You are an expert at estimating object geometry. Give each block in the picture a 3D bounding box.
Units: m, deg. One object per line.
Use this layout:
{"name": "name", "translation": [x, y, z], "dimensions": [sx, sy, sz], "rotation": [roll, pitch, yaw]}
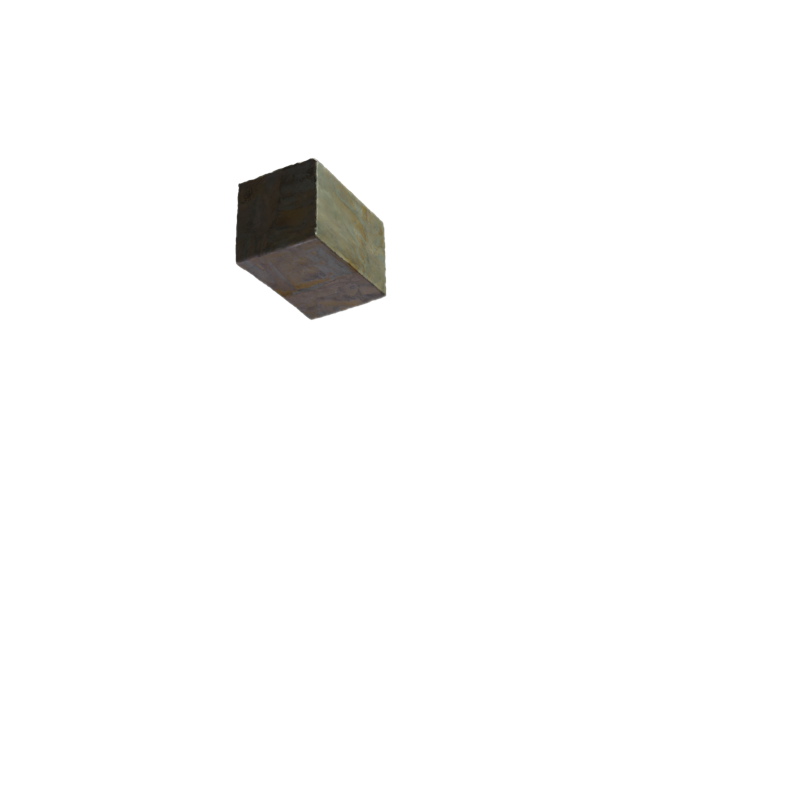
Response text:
{"name": "block", "translation": [-0.048, -0.088, 0.614], "dimensions": [0.053, 0.054, 0.072], "rotation": [-16, -31, 25]}
